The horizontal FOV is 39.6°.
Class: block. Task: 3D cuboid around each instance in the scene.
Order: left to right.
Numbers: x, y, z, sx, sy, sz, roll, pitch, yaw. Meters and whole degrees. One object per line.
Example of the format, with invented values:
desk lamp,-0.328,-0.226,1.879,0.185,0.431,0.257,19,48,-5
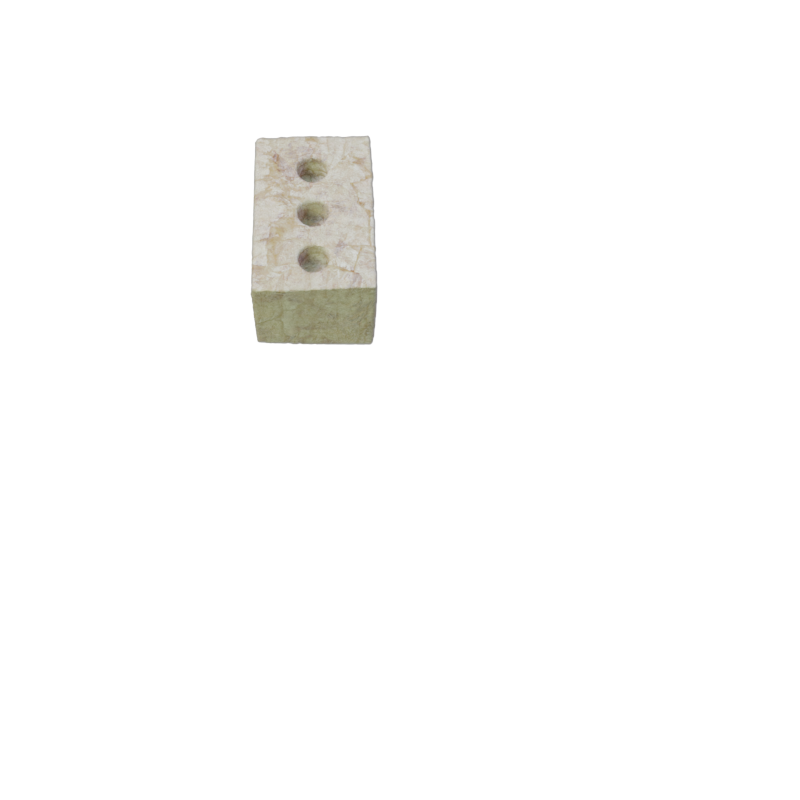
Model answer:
block,-0.038,-0.070,0.487,0.053,0.083,0.048,-2,-27,-3
